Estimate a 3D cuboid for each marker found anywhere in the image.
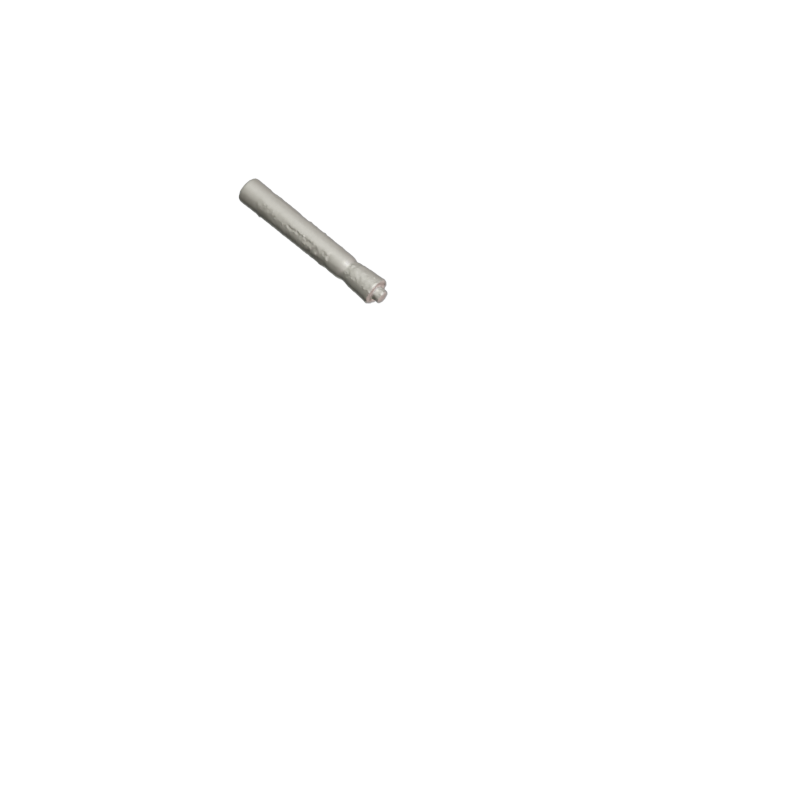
[{"bbox_3d":[-0.055,-0.101,0.708,0.128,0.019,0.019,40,20,23],"label":"marker"}]
